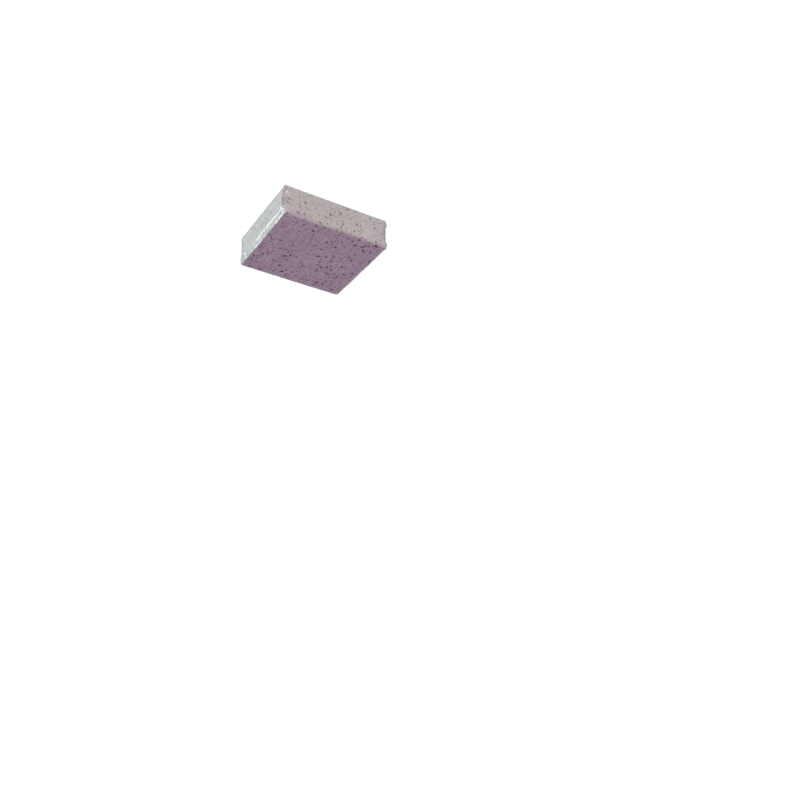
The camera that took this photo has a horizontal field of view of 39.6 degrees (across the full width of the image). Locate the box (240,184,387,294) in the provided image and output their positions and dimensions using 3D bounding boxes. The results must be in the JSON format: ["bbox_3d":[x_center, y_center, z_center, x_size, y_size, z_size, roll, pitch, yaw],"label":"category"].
[{"bbox_3d":[-0.066,-0.120,0.839,0.085,0.032,0.071,17,-36,-25],"label":"box"}]
